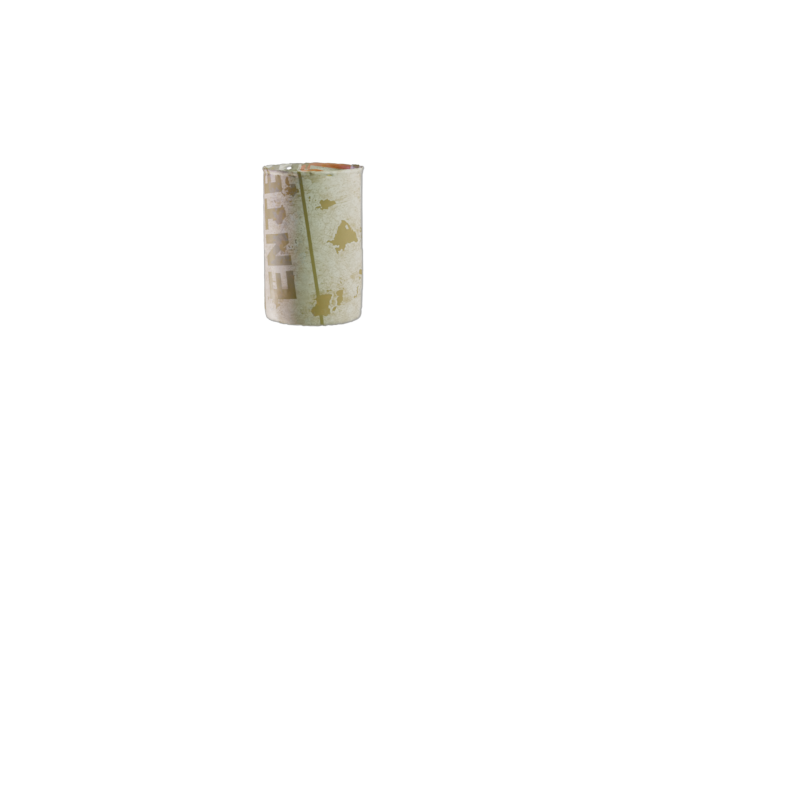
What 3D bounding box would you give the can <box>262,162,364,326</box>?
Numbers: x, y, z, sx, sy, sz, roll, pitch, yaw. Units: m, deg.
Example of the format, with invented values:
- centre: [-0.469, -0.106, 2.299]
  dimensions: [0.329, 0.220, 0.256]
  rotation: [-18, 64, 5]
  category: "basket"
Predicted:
- centre: [-0.058, -0.106, 0.745]
  dimensions: [0.068, 0.100, 0.070]
  rotation: [0, 12, -2]
  category: "can"
